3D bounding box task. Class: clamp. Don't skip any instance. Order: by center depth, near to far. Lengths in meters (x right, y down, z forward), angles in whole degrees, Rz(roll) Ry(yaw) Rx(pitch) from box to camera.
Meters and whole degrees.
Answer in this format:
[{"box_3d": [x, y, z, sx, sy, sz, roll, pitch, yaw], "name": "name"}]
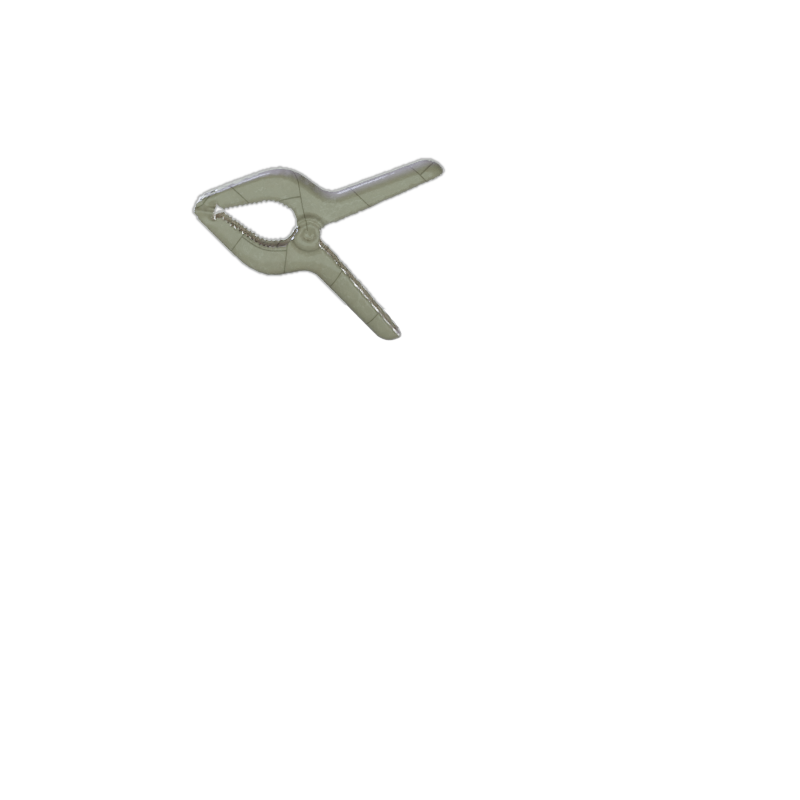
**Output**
[{"box_3d": [-0.076, -0.138, 0.965, 0.209, 0.160, 0.038, 6, 14, -2], "name": "clamp"}]
